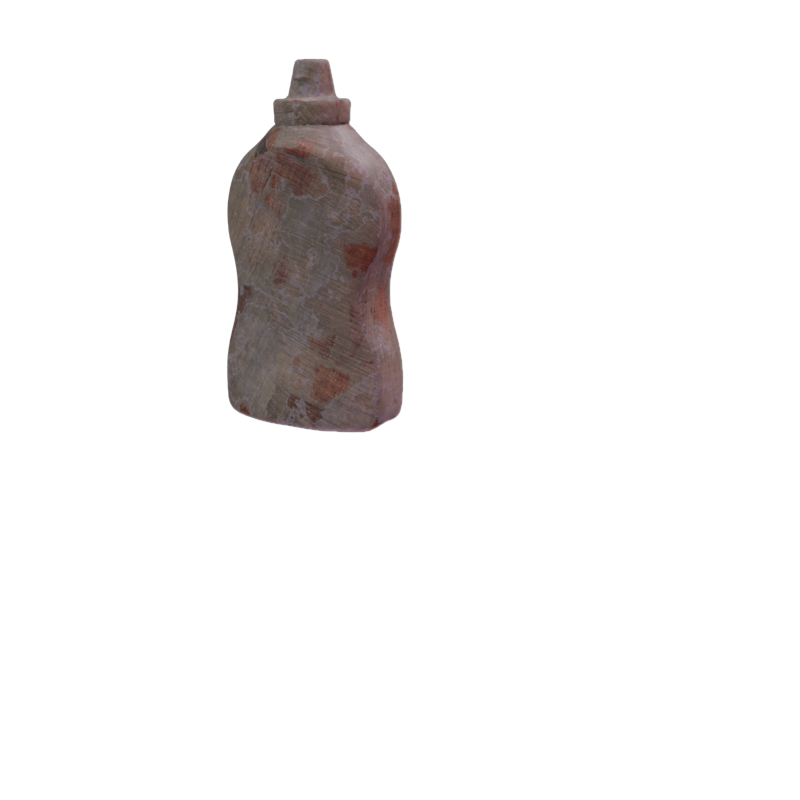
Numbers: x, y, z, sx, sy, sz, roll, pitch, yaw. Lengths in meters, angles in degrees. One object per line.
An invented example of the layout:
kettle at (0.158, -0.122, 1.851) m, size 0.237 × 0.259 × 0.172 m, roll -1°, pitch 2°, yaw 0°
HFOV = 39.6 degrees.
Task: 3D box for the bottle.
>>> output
bottle at (-0.046, -0.084, 0.590) m, size 0.100 × 0.188 × 0.057 m, roll 5°, pitch 9°, yaw 30°
